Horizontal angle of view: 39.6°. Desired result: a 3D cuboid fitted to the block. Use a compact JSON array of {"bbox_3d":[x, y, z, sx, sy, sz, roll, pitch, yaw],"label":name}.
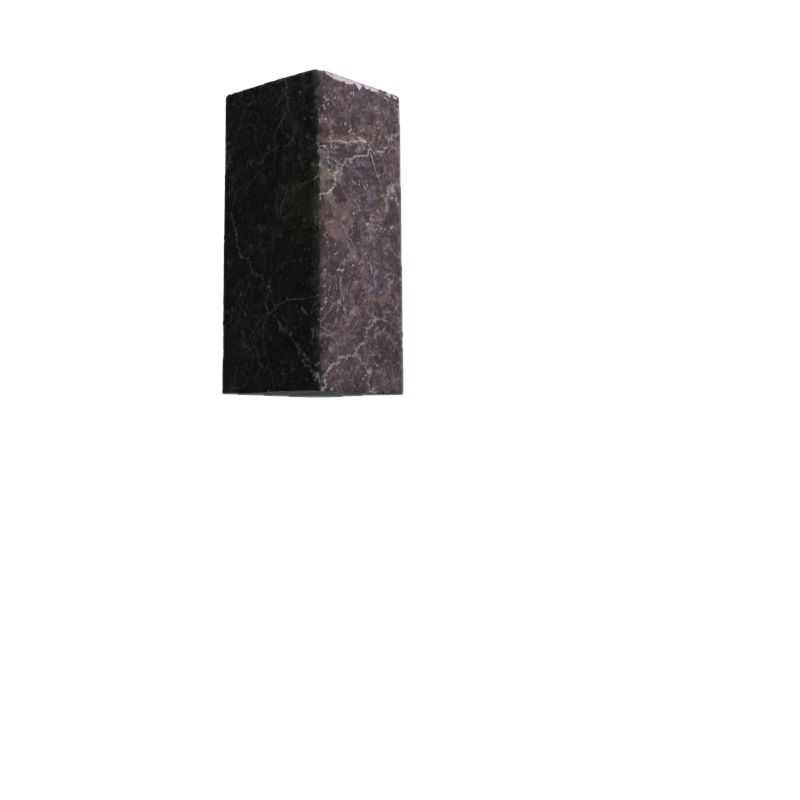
[{"bbox_3d":[-0.059,-0.108,0.753,0.093,0.211,0.086,-8,-11,40],"label":"block"}]
